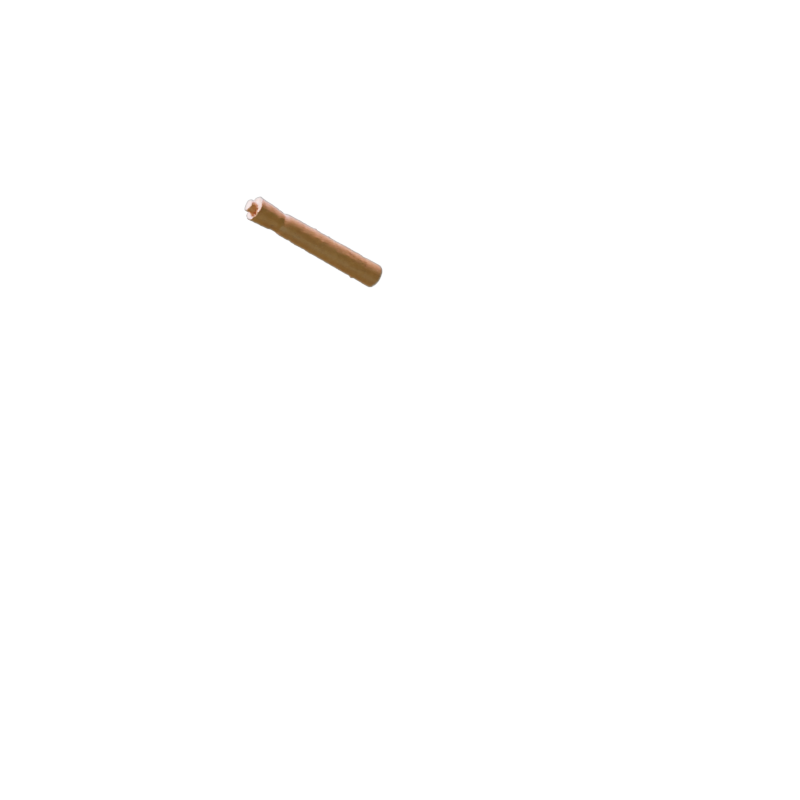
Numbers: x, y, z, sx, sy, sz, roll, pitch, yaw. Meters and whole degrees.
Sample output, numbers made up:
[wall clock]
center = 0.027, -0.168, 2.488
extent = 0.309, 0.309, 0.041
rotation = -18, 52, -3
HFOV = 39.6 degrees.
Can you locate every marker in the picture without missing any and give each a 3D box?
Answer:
[marker]
center = -0.064, -0.117, 0.820
extent = 0.114, 0.020, 0.020
rotation = 27, -11, -28
